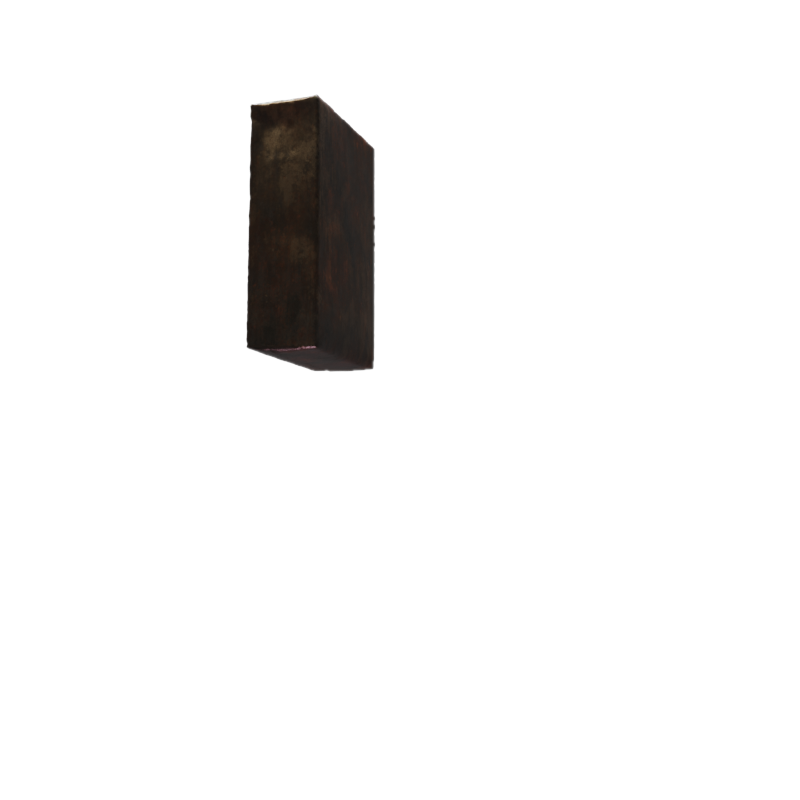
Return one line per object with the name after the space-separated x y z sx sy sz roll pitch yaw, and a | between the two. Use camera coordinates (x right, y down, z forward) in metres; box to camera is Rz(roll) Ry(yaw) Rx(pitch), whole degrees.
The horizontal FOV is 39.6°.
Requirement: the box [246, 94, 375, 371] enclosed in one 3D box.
-0.076 -0.139 0.977 0.073 0.220 0.157 -4 -10 16 | box
